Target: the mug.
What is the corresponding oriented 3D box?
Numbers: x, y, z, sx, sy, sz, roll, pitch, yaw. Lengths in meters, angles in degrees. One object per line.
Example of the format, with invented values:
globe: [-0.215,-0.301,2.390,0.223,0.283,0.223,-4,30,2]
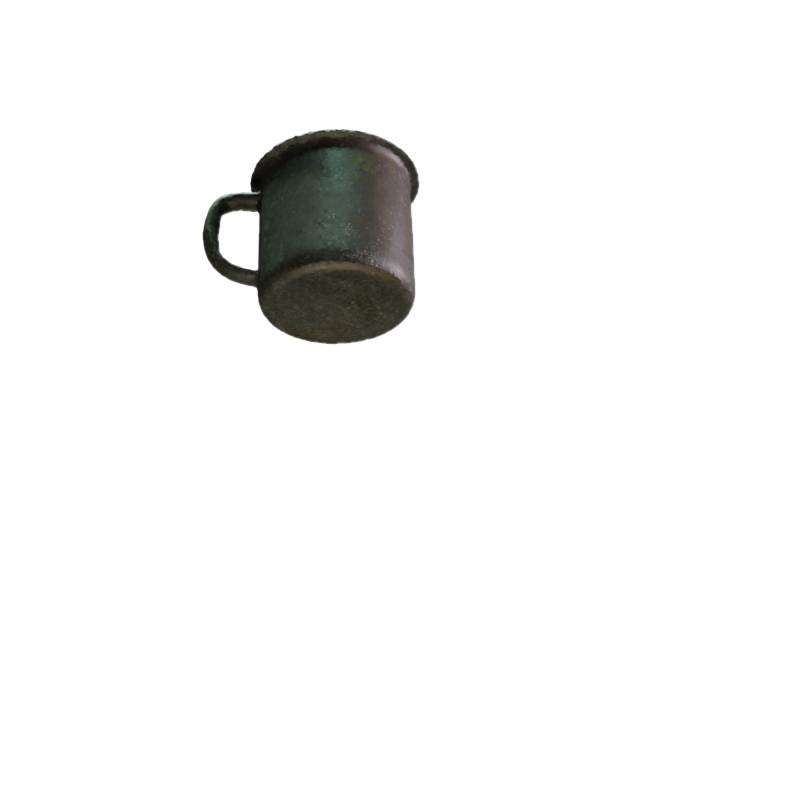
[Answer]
mug: [-0.046,-0.084,0.588,0.116,0.087,0.088,4,-32,-8]
